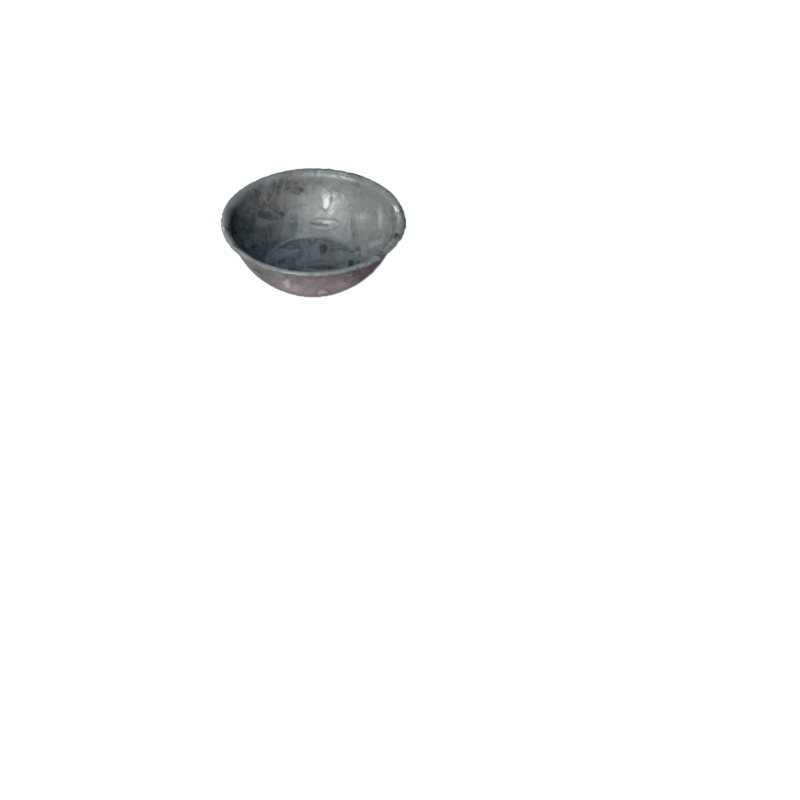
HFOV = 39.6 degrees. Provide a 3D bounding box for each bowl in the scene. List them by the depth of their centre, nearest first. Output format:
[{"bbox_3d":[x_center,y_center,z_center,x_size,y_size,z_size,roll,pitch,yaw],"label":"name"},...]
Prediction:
[{"bbox_3d":[-0.077,-0.140,0.981,0.162,0.051,0.174,-1,41,-2],"label":"bowl"}]
